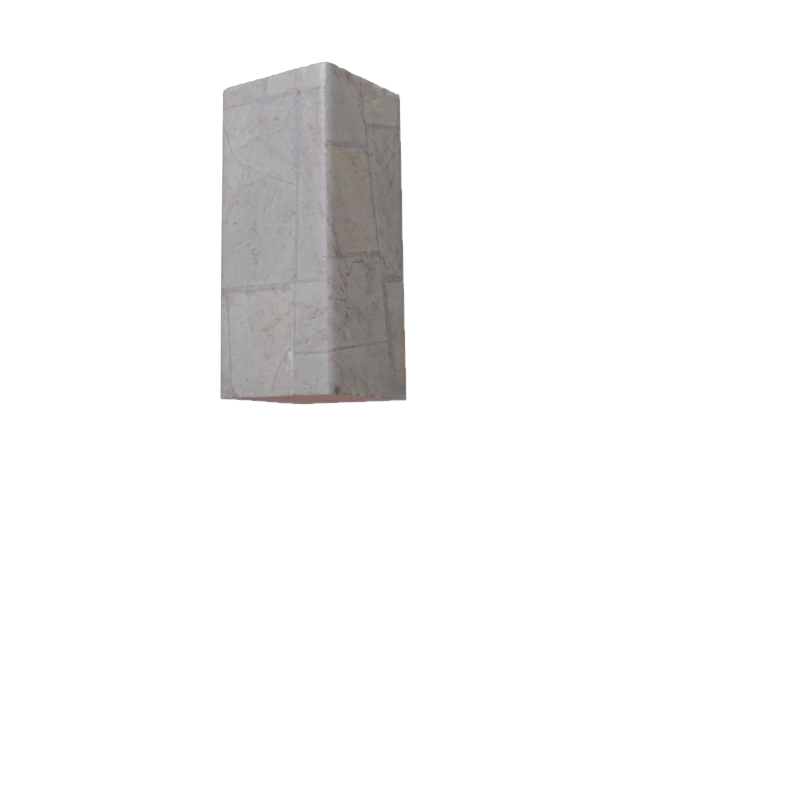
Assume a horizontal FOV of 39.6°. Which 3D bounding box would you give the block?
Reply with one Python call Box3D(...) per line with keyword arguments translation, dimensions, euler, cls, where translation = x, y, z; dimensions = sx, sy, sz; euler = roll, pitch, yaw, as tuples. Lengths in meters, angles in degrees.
Box3D(translation=(-0.058, -0.104, 0.729), dimensions=(0.093, 0.212, 0.085), euler=(-7, -12, 35), cls="block")
